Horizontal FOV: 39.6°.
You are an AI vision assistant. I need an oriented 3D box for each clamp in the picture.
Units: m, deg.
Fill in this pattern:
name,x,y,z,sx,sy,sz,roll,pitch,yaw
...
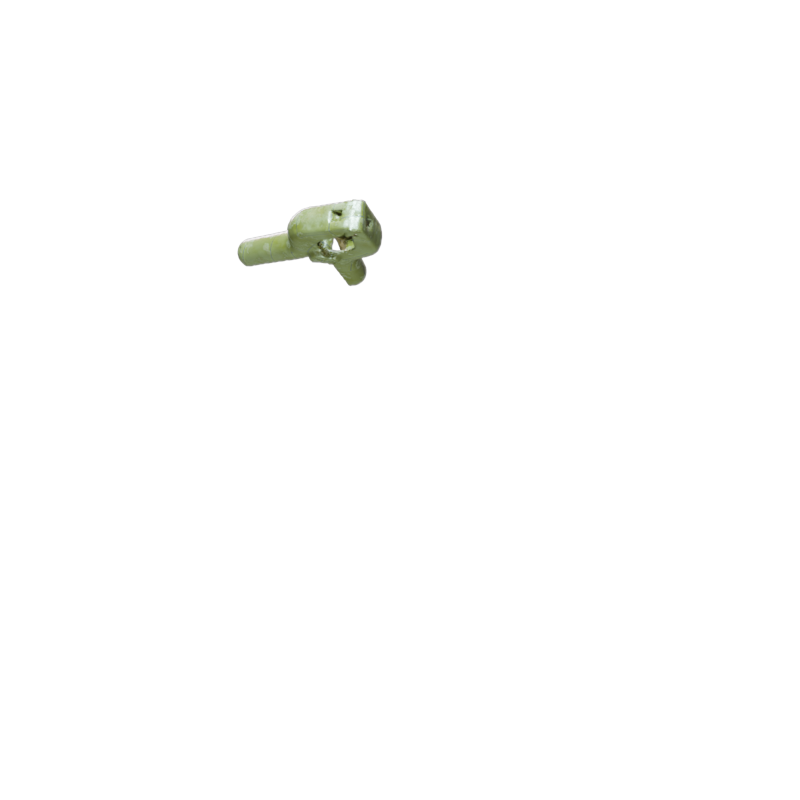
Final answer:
name,x,y,z,sx,sy,sz,roll,pitch,yaw
clamp,-0.074,-0.136,0.949,0.118,0.041,0.168,2,-12,-11
